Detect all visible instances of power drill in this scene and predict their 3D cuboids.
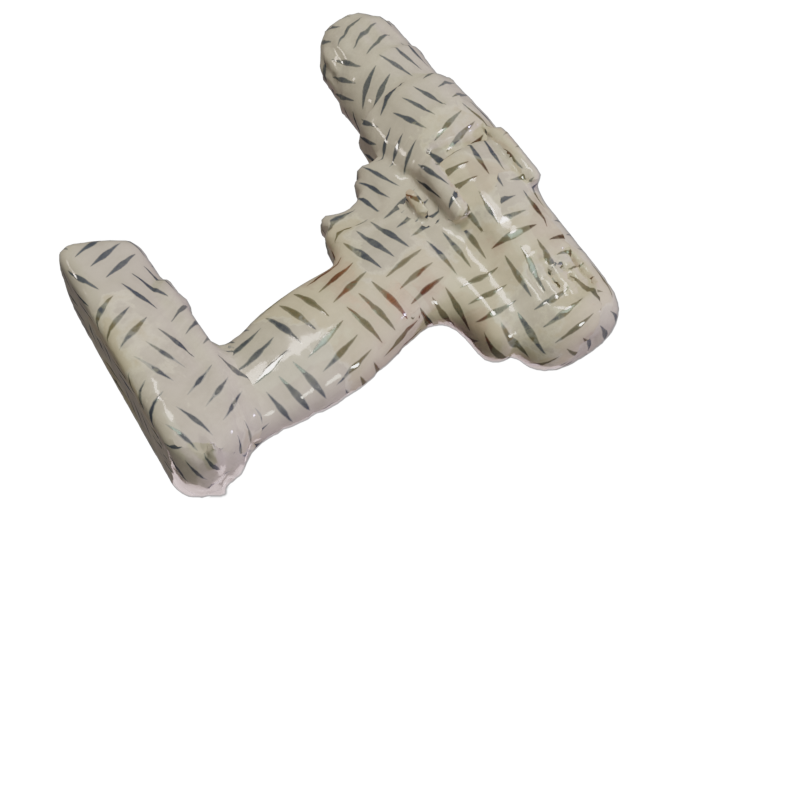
[{"bbox_3d":[-0.035,-0.063,0.442,0.187,0.196,0.054,-28,-25,-15],"label":"power drill"}]
